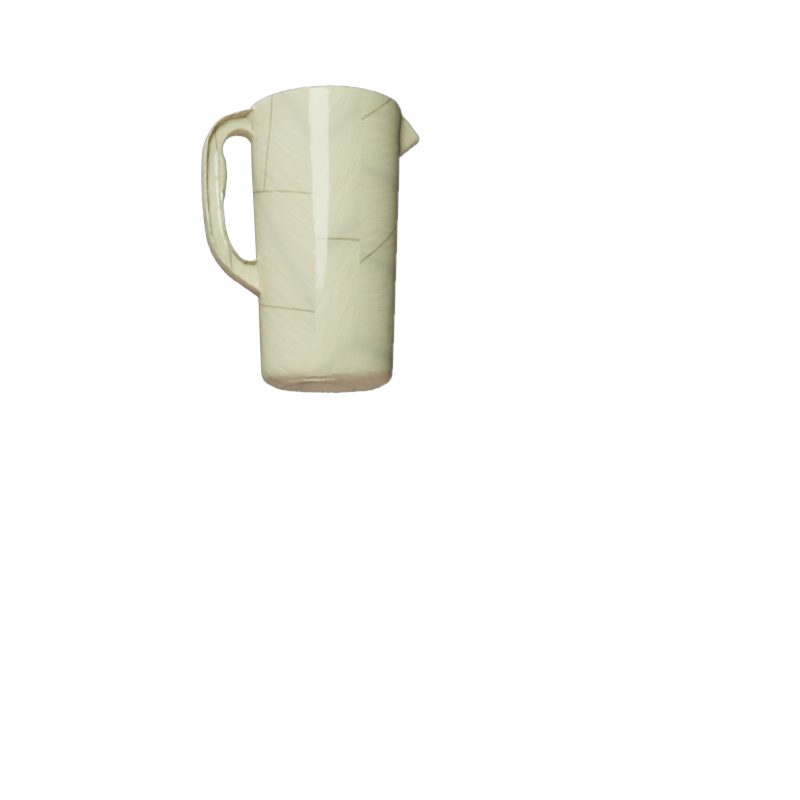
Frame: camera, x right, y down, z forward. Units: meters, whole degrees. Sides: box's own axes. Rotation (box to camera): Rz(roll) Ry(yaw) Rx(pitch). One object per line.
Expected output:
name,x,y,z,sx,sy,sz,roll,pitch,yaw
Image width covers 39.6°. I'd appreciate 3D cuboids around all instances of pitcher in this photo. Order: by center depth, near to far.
pitcher,-0.073,-0.133,0.929,0.153,0.251,0.137,-7,-13,28
